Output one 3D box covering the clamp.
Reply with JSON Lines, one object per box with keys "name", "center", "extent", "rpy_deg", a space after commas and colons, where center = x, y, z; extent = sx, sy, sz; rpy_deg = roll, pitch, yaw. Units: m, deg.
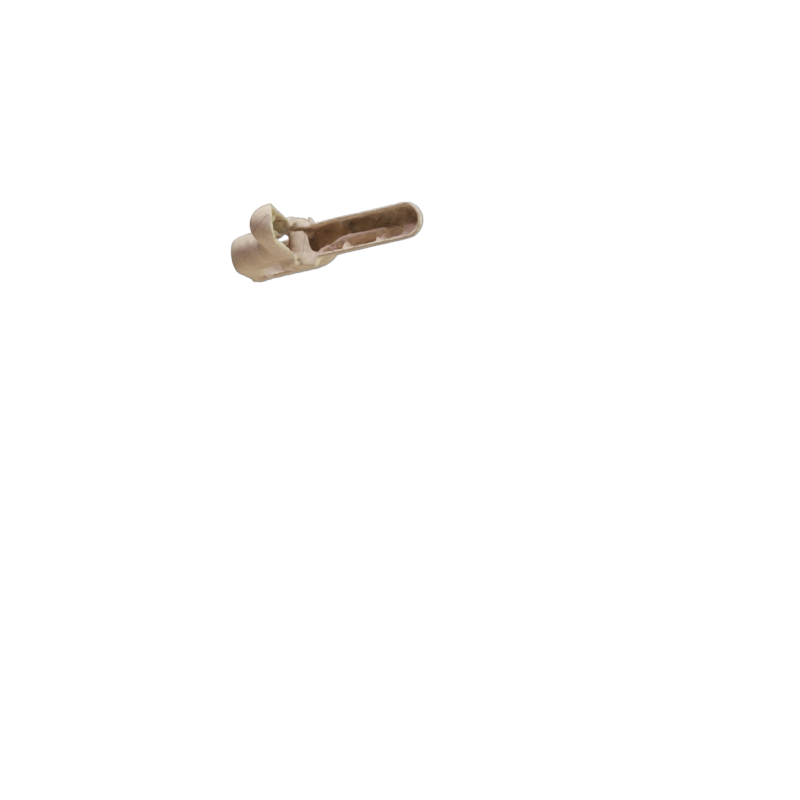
{"name": "clamp", "center": [-0.061, -0.112, 0.783], "extent": [0.117, 0.040, 0.173], "rpy_deg": [1, -2, -18]}
